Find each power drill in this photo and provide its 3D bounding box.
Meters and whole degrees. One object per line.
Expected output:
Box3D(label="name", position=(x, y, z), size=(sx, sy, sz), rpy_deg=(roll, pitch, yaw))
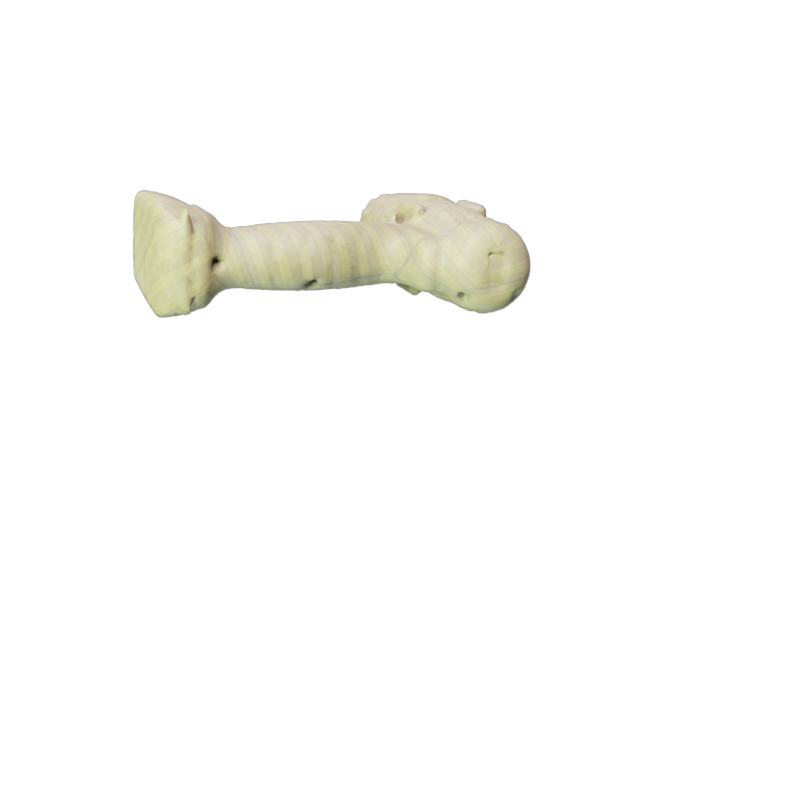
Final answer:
Box3D(label="power drill", position=(-0.047, -0.085, 0.597), size=(0.184, 0.056, 0.193), rpy_deg=(-4, 15, -16))
